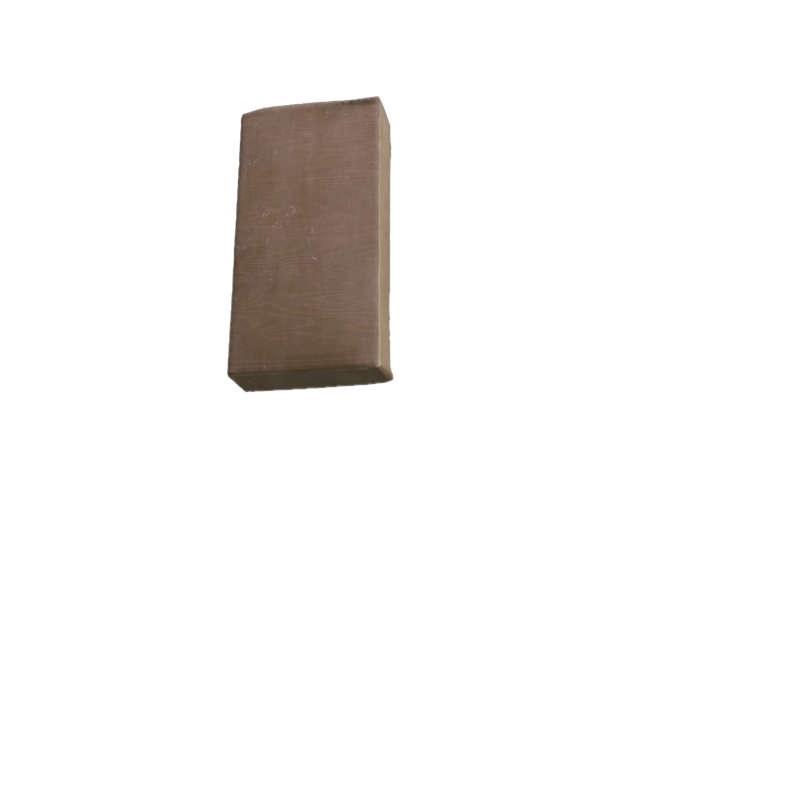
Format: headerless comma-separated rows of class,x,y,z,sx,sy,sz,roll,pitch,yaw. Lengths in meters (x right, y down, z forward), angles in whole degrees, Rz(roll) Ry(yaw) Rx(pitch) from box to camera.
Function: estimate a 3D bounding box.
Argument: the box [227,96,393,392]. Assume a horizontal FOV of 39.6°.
box,-0.053,-0.097,0.677,0.094,0.184,0.045,-5,-20,11
